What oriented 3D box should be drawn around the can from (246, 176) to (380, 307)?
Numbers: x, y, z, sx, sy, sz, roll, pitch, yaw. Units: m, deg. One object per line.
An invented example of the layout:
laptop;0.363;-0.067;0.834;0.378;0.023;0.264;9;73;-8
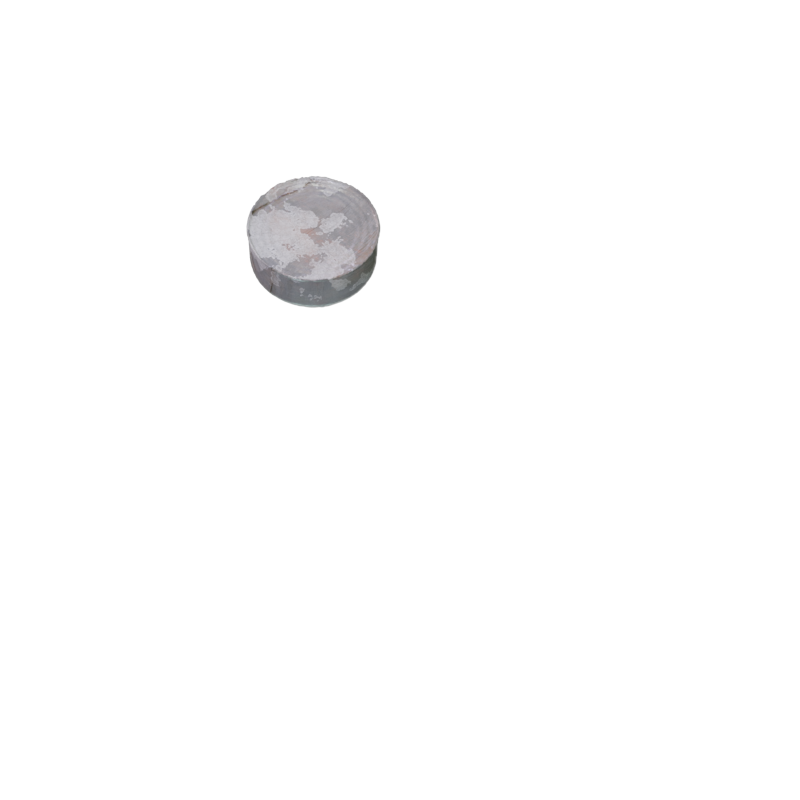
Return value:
can;-0.057;-0.103;0.724;0.086;0.092;0.031;-1;-35;-1
